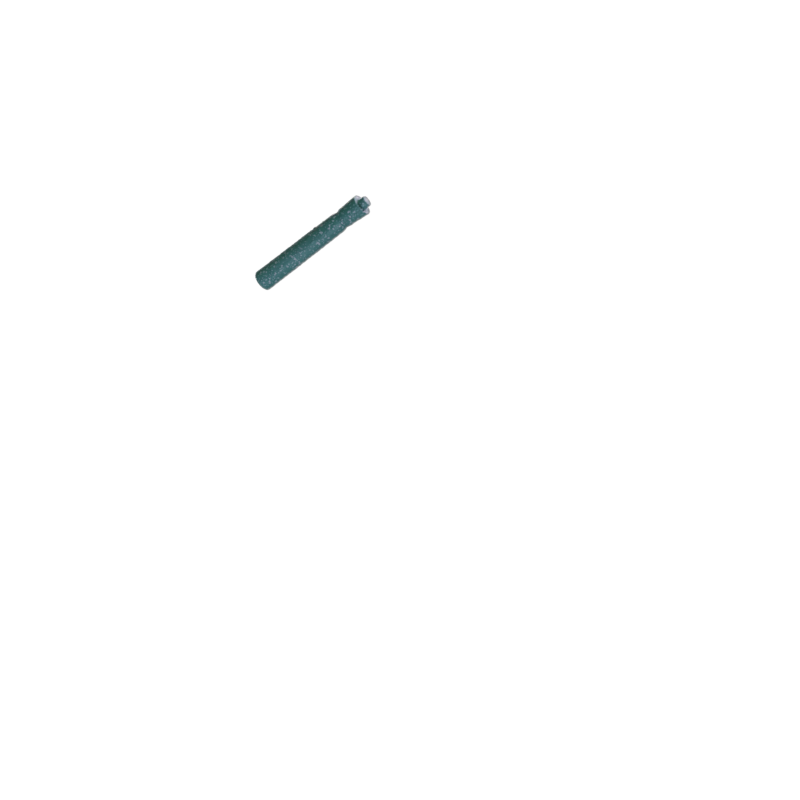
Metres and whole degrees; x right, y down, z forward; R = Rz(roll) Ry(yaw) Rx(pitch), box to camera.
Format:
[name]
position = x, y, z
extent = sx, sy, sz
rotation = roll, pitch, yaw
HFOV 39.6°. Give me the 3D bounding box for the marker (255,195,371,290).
[marker]
position = -0.072, -0.131, 0.918
extent = 0.120, 0.020, 0.019
rotation = -34, -12, 25
